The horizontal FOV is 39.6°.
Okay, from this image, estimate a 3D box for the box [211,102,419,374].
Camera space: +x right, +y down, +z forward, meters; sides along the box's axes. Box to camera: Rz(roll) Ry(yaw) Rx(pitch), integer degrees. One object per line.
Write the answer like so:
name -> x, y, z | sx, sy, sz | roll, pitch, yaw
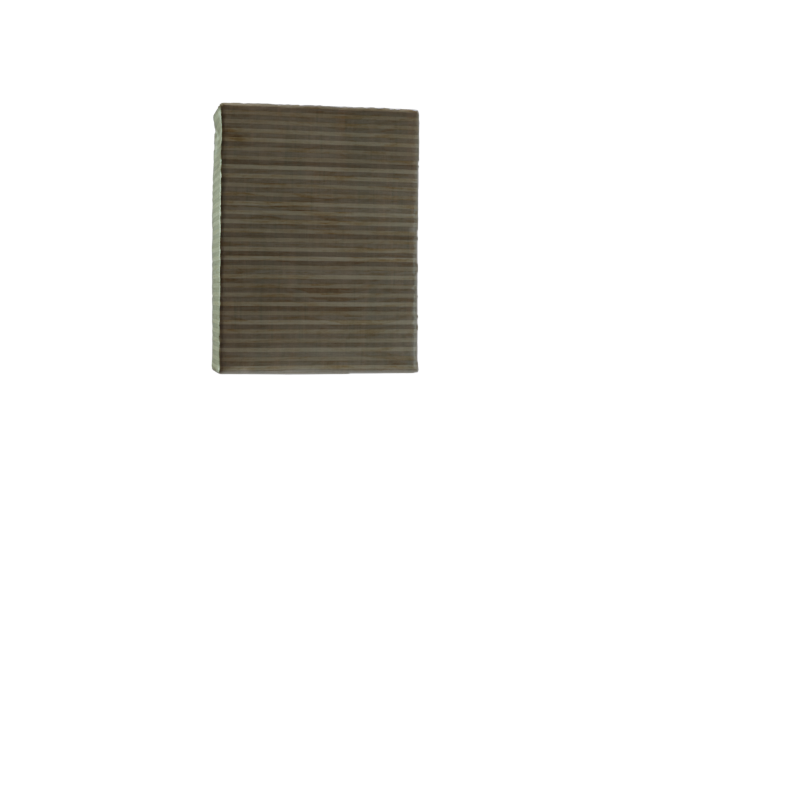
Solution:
box -> -0.071, -0.129, 0.905 | 0.161, 0.215, 0.073 | 0, -2, -13
